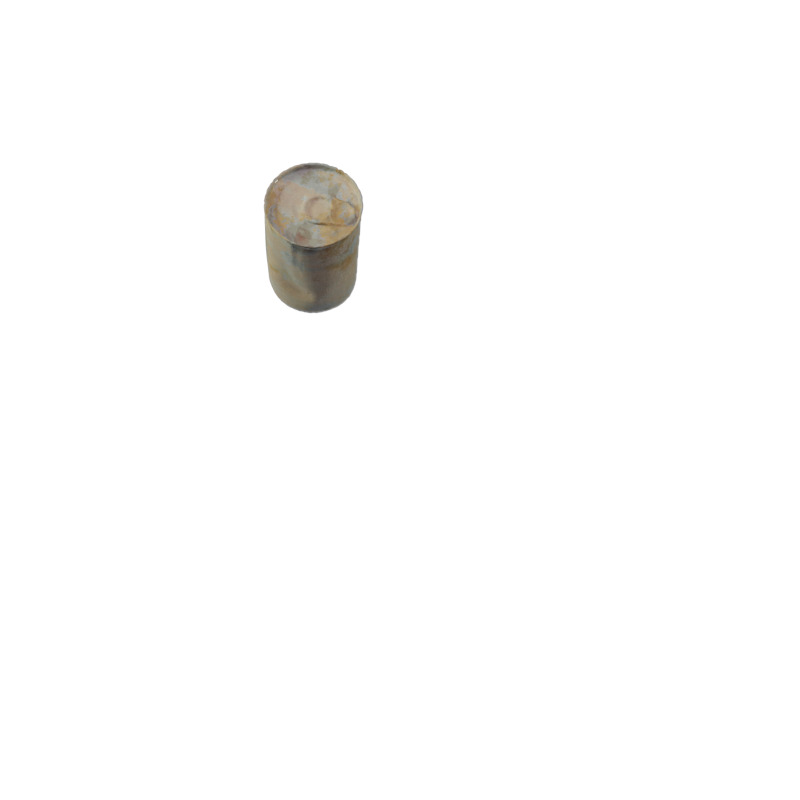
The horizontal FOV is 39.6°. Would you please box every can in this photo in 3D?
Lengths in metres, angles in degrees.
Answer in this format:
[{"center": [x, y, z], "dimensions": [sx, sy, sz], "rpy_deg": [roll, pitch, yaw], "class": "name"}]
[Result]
[{"center": [-0.062, -0.114, 0.796], "dimensions": [0.068, 0.073, 0.096], "rpy_deg": [0, -26, -3], "class": "can"}]
